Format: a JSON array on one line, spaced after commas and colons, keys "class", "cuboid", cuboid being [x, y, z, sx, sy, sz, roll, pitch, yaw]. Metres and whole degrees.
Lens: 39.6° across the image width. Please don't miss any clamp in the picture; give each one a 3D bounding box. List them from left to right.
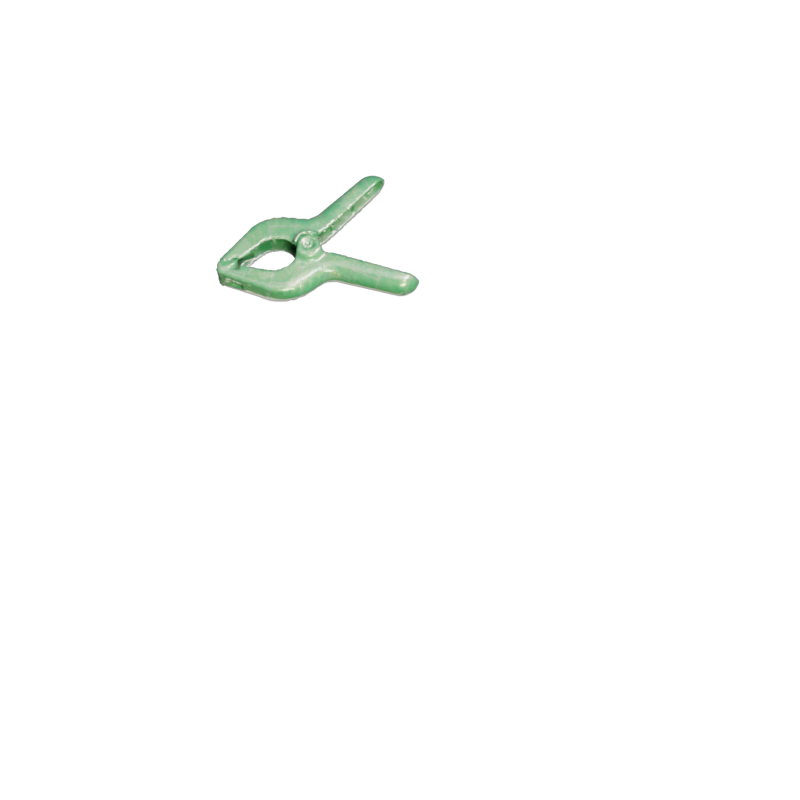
[{"class": "clamp", "cuboid": [-0.076, -0.139, 0.971, 0.171, 0.129, 0.037, -5, -34, -4]}]
